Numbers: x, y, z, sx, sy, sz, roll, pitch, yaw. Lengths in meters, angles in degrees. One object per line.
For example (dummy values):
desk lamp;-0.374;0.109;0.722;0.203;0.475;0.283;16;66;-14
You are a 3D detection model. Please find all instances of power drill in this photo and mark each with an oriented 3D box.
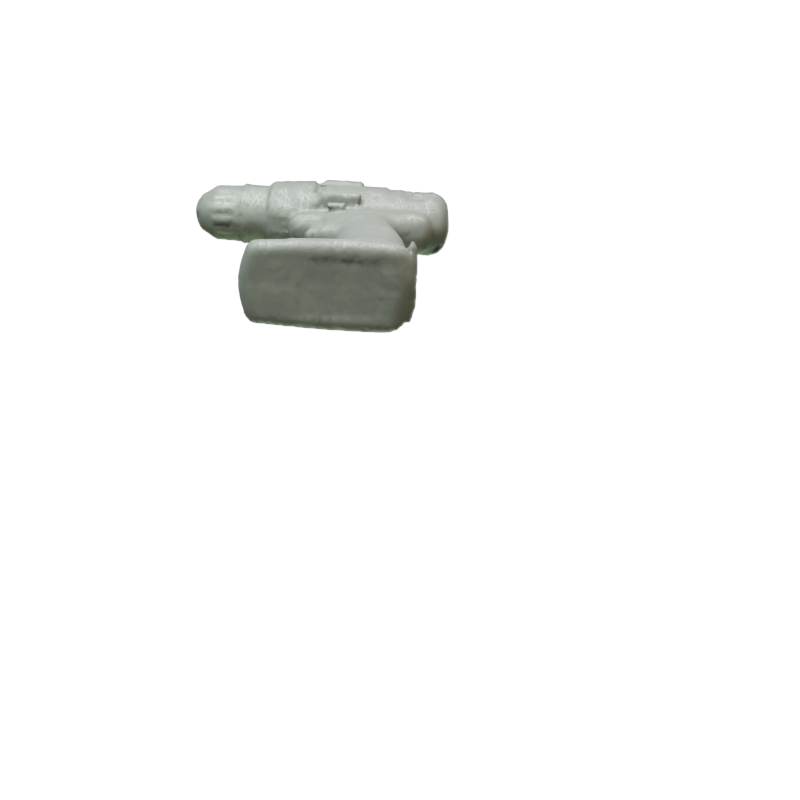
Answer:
power drill;-0.058;-0.106;0.743;0.185;0.055;0.196;1;24;3
